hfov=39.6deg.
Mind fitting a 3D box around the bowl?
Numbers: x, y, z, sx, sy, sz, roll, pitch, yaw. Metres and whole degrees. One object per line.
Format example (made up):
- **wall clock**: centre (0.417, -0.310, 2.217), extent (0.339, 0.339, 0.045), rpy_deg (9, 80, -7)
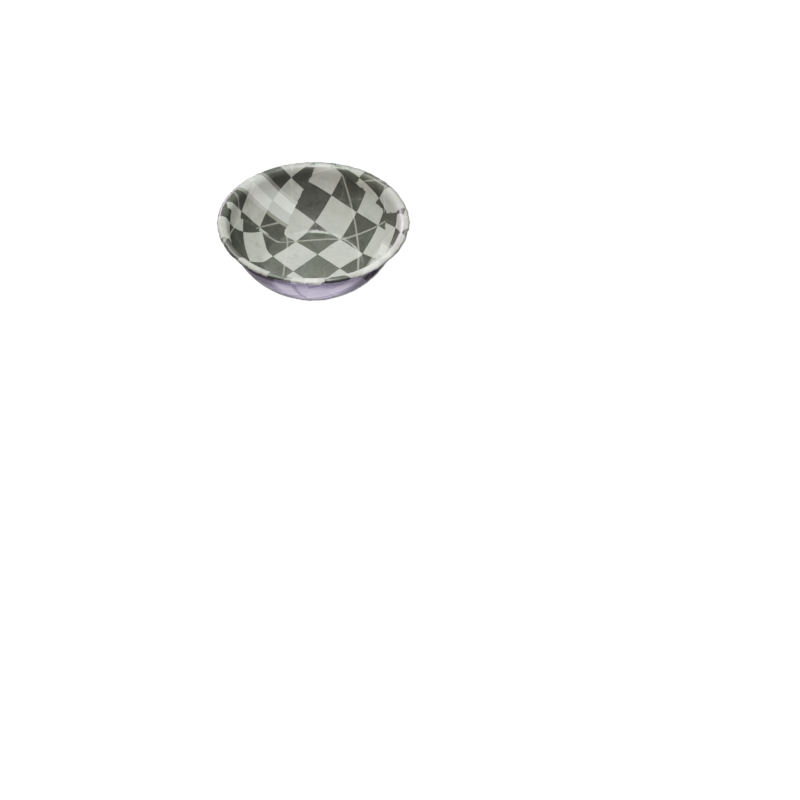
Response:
- **bowl**: centre (-0.074, -0.135, 0.947), extent (0.162, 0.051, 0.174), rpy_deg (-1, 45, -1)
